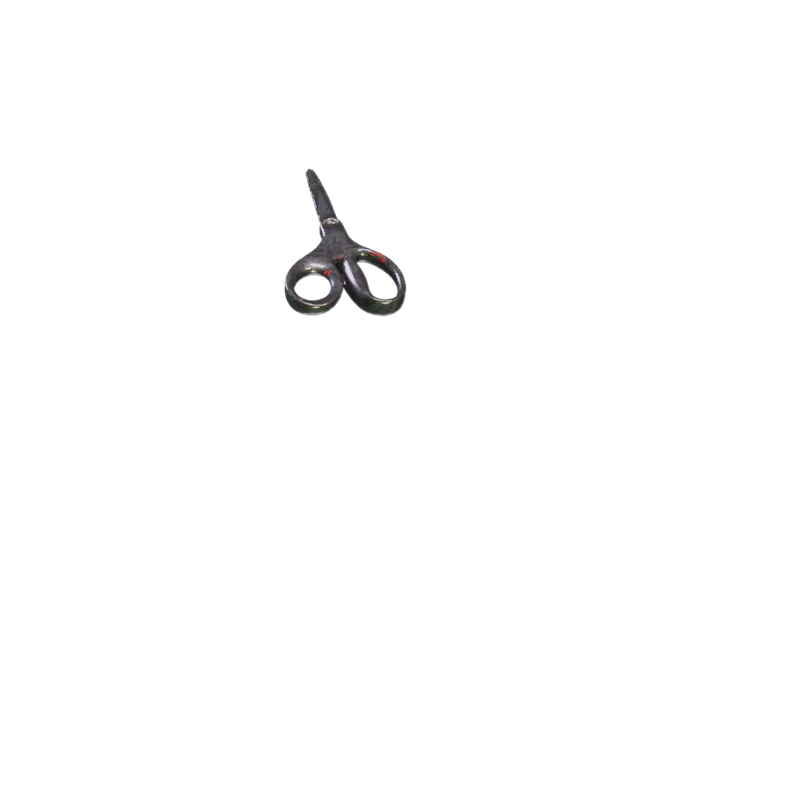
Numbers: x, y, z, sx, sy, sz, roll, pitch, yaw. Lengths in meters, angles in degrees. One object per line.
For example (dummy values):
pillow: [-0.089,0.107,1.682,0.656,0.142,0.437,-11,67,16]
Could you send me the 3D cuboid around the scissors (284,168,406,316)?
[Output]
scissors: [-0.067,-0.122,0.856,0.095,0.015,0.218,-18,42,-21]
